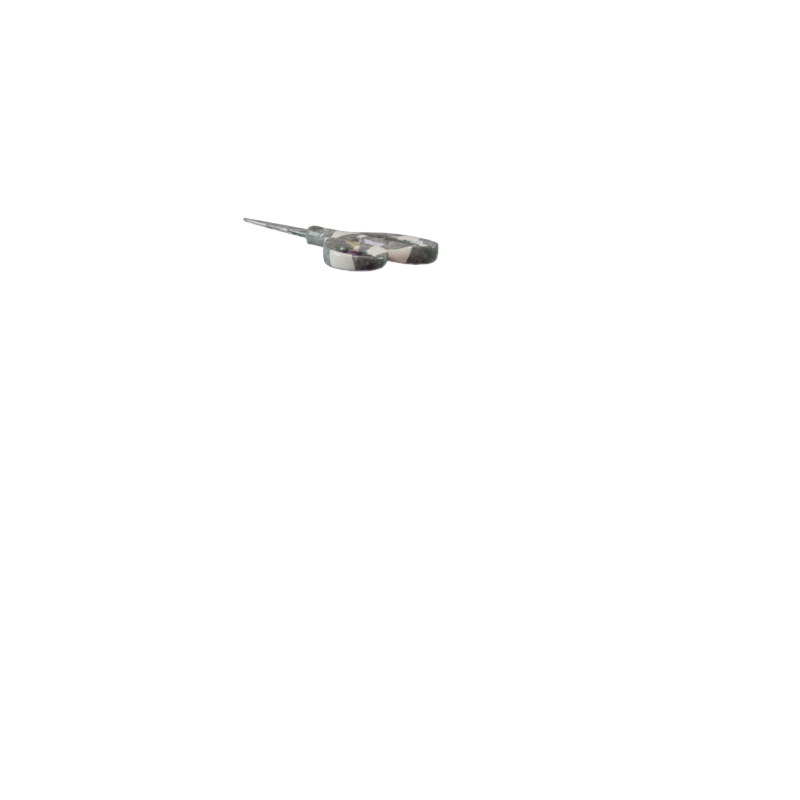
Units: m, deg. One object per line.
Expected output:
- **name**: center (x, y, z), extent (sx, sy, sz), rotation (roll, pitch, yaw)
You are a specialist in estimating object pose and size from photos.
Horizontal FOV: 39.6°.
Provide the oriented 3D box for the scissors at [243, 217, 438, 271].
- **scissors**: center (-0.069, -0.125, 0.875), extent (0.211, 0.015, 0.095), rotation (12, 22, 30)
